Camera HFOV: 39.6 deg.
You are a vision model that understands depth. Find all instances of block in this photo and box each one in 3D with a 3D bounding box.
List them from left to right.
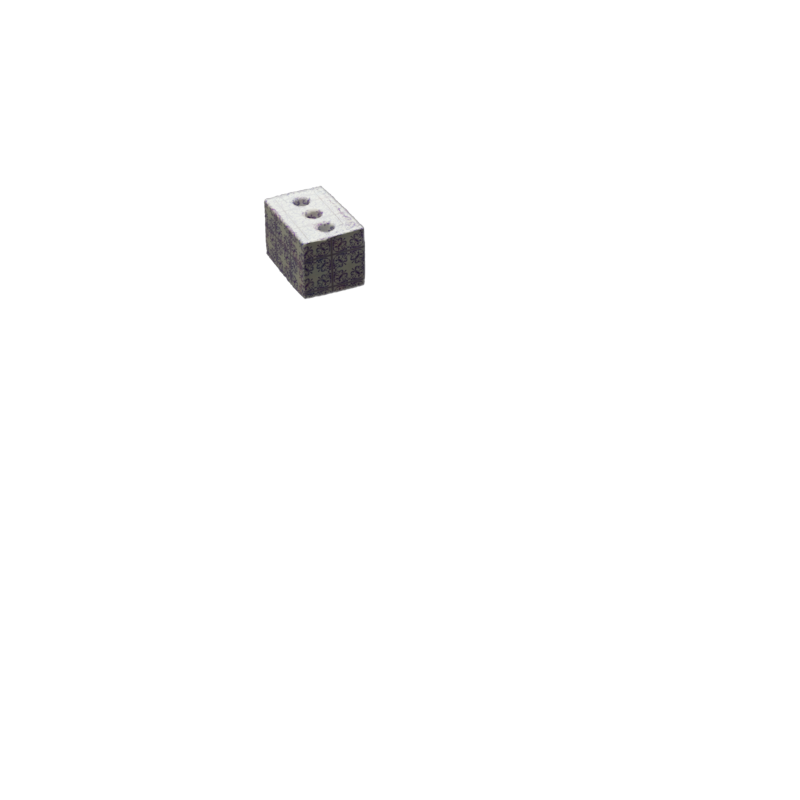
[{"bbox_3d":[-0.067,-0.123,0.862,0.052,0.048,0.084,-16,39,-23],"label":"block"}]
